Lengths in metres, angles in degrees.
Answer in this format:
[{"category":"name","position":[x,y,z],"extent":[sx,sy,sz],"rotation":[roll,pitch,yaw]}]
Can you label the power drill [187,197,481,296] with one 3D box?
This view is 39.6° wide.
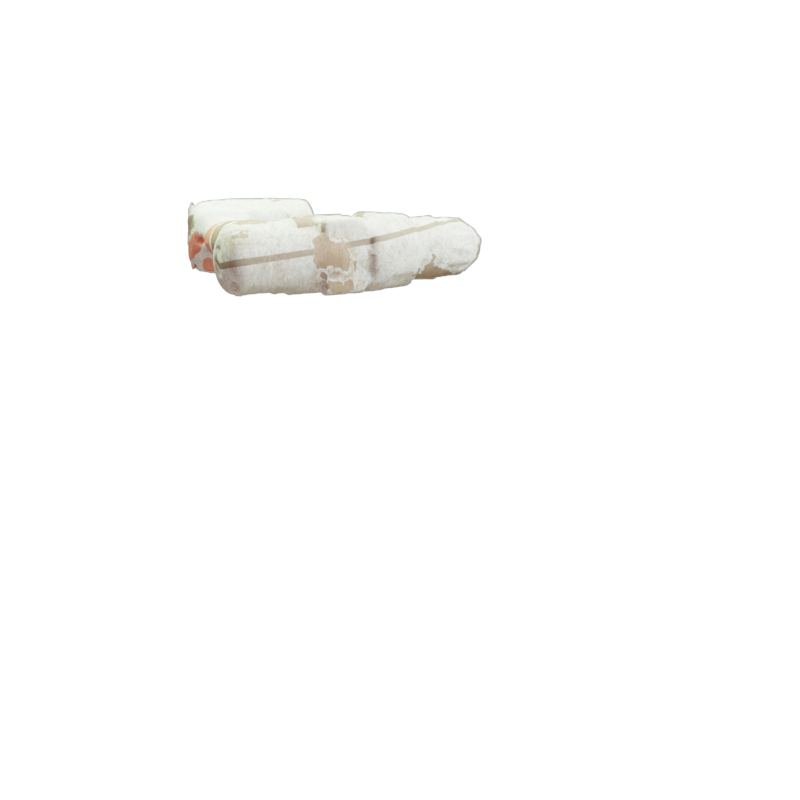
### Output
[{"category":"power drill","position":[-0.061,-0.112,0.783],"extent":[0.180,0.056,0.196],"rotation":[-5,12,-24]}]
